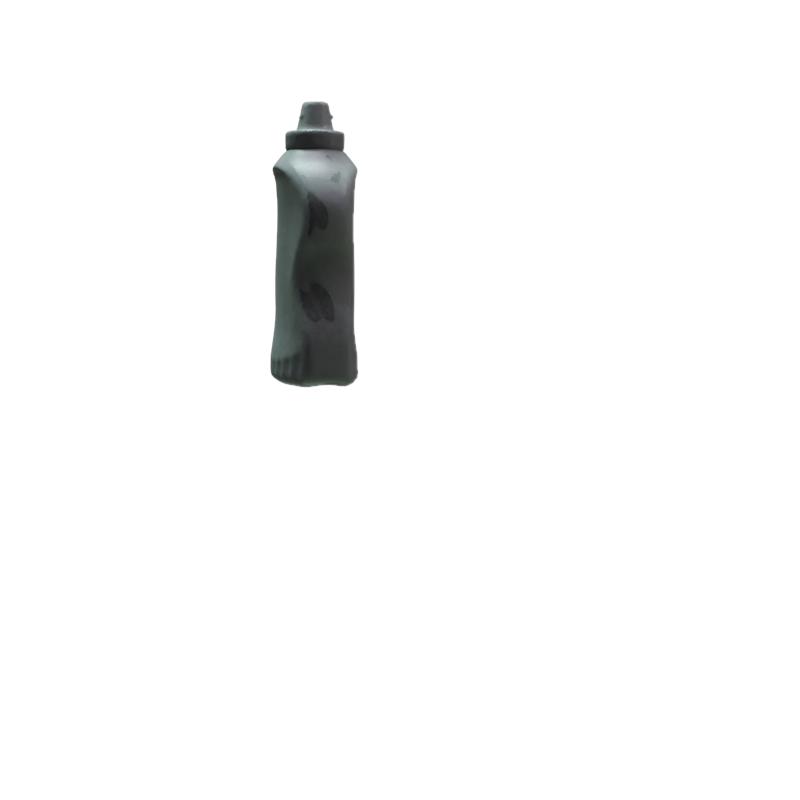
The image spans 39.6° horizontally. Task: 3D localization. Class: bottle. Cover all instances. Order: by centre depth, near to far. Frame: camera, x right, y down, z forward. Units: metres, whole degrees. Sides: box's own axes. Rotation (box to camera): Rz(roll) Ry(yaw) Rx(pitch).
[{"bbox_3d":[-0.059,-0.109,0.764,0.057,0.191,0.098,0,2,-13],"label":"bottle"}]
